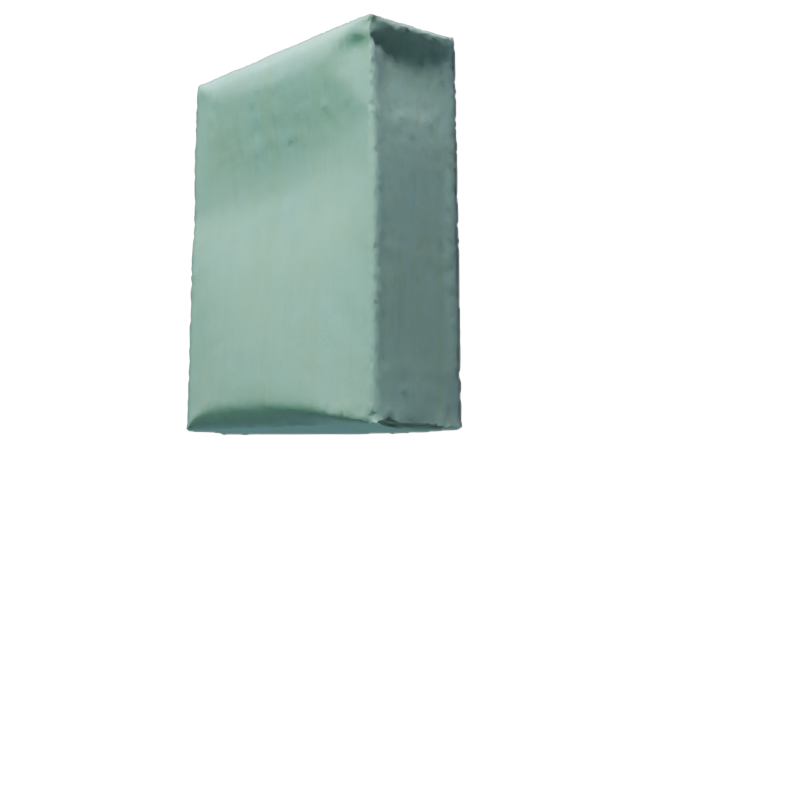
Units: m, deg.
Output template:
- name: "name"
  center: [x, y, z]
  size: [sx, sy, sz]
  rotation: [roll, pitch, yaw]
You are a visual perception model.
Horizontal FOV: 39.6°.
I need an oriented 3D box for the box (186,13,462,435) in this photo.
- name: "box"
  center: [-0.049, -0.089, 0.624]
  size: [0.068, 0.219, 0.169]
  rotation: [8, -11, -42]
